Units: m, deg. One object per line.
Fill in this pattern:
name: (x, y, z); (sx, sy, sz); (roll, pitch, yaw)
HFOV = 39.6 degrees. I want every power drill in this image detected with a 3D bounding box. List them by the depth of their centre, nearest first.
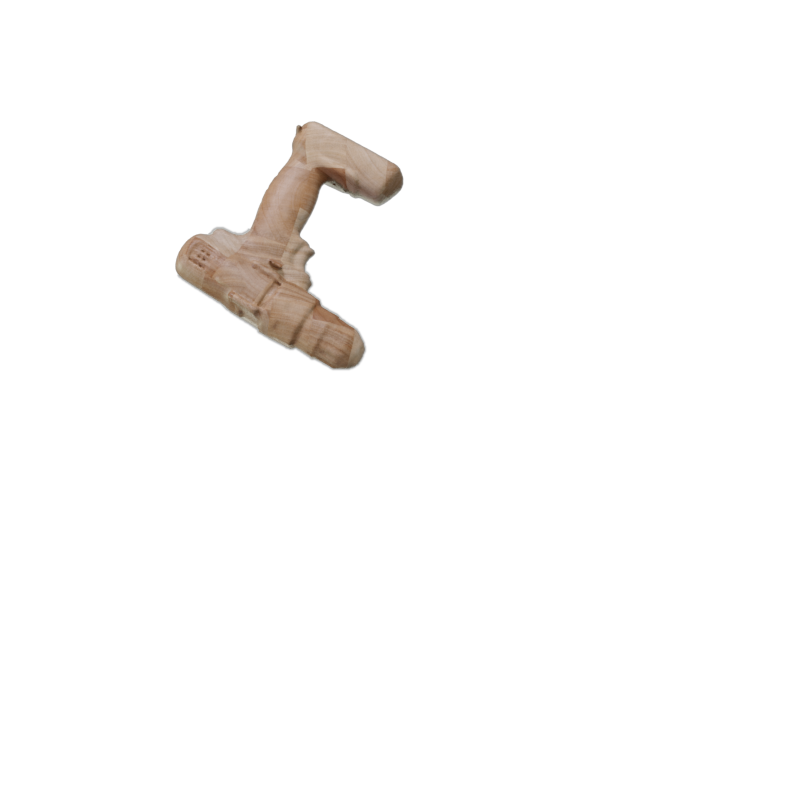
power drill: (-0.076, -0.138, 0.968); (0.190, 0.192, 0.055); (30, -19, 11)
